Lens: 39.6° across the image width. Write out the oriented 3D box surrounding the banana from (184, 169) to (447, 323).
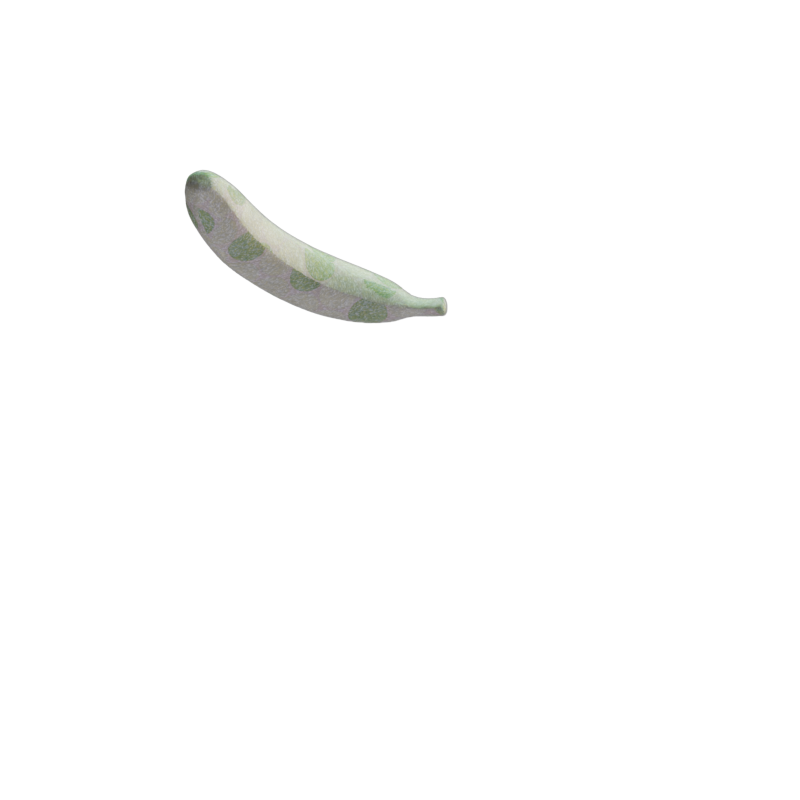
[{"bbox_3d":[-0.061,-0.086,0.665,0.186,0.039,0.069,22,-35,-37],"label":"banana"}]
